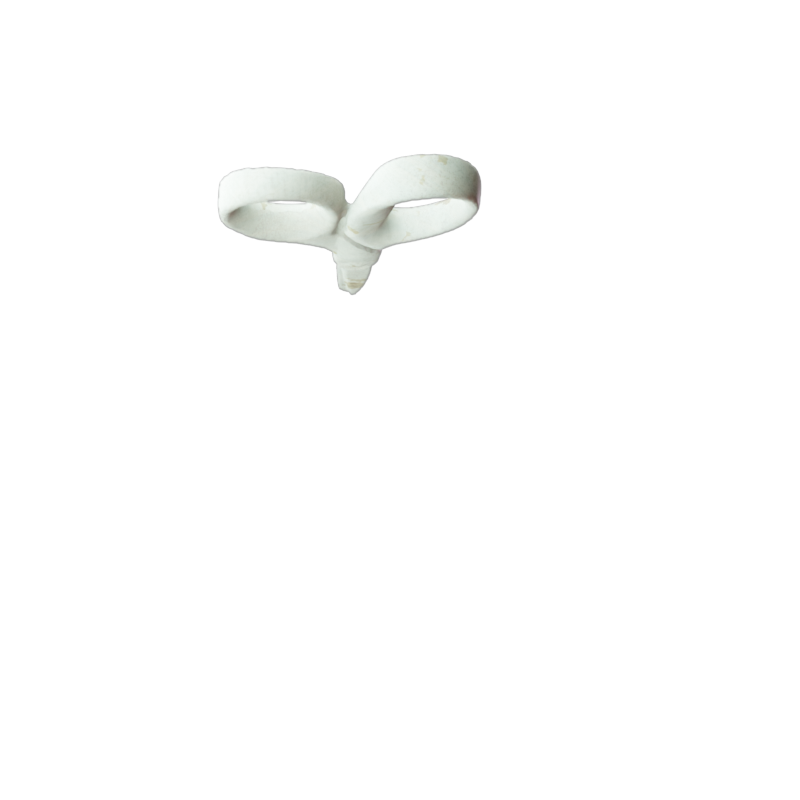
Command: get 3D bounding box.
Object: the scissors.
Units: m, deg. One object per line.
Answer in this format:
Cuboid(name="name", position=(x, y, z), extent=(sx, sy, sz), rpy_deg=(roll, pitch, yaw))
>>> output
Cuboid(name="scissors", position=(-0.034, -0.062, 0.432), extent=(0.094, 0.016, 0.202), rpy_deg=(2, -6, -19))
